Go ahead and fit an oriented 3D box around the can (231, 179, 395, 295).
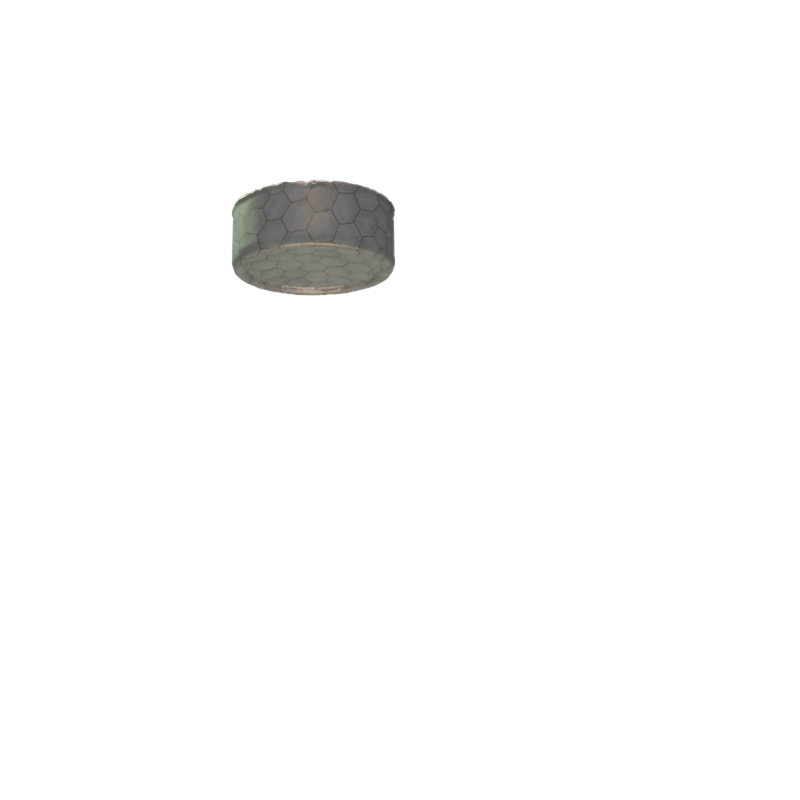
[{"bbox_3d":[-0.045,-0.082,0.577,0.086,0.035,0.083,0,-14,-2],"label":"can"}]
